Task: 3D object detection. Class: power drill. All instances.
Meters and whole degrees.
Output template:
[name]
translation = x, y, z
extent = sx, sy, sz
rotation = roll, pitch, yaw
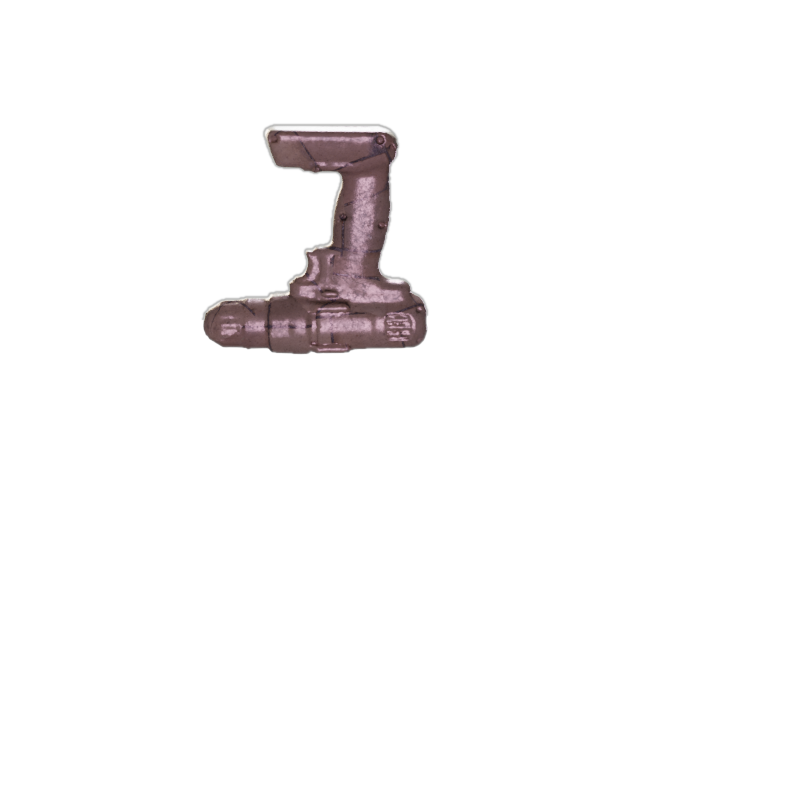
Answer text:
[power drill]
translation = -0.071, -0.129, 0.901
extent = 0.184, 0.182, 0.059
rotation = -1, 14, 0
